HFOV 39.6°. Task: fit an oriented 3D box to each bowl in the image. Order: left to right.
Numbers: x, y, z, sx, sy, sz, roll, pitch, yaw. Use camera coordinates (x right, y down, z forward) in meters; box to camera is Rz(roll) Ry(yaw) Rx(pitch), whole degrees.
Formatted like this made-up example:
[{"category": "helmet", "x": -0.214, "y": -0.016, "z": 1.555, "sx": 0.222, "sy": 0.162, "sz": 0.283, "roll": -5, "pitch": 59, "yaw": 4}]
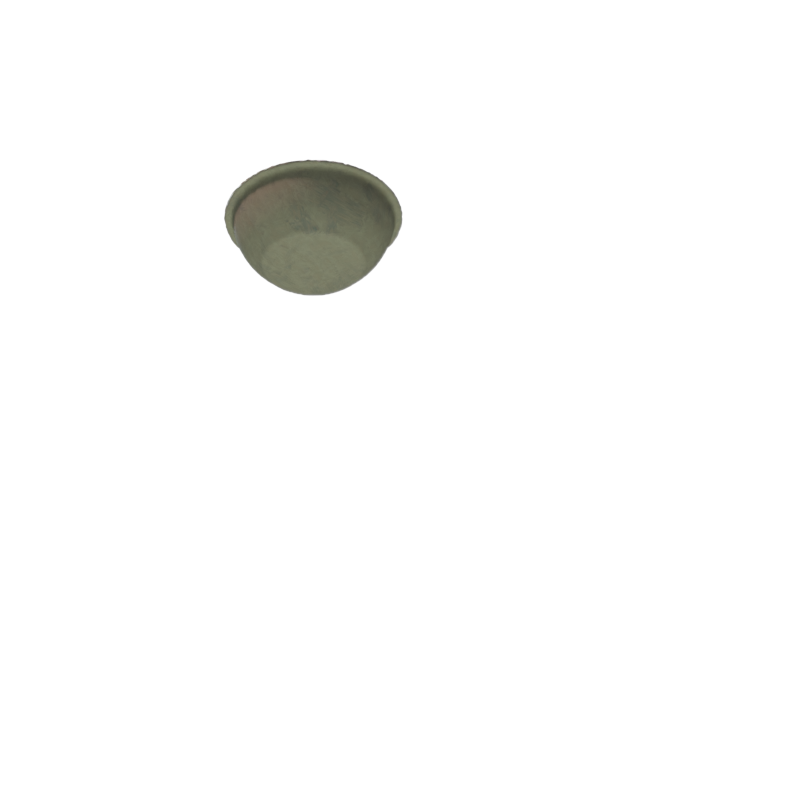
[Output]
[{"category": "bowl", "x": -0.078, "y": -0.142, "z": 0.992, "sx": 0.162, "sy": 0.059, "sz": 0.151, "roll": 1, "pitch": -34, "yaw": -2}]
